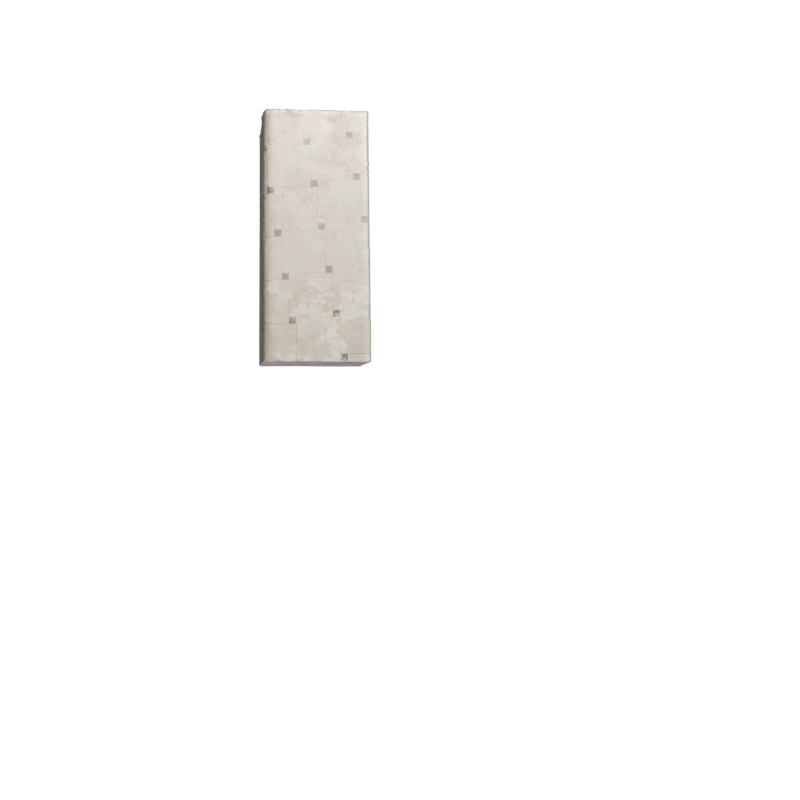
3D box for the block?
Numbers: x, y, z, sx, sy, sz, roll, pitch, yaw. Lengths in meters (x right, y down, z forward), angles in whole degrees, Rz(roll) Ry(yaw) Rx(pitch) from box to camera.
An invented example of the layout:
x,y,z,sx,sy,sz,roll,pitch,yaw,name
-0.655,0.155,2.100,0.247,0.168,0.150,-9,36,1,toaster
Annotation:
x,y,z,sx,sy,sz,roll,pitch,yaw,name
-0.074,-0.134,0.937,0.089,0.210,0.090,0,-8,-7,block
